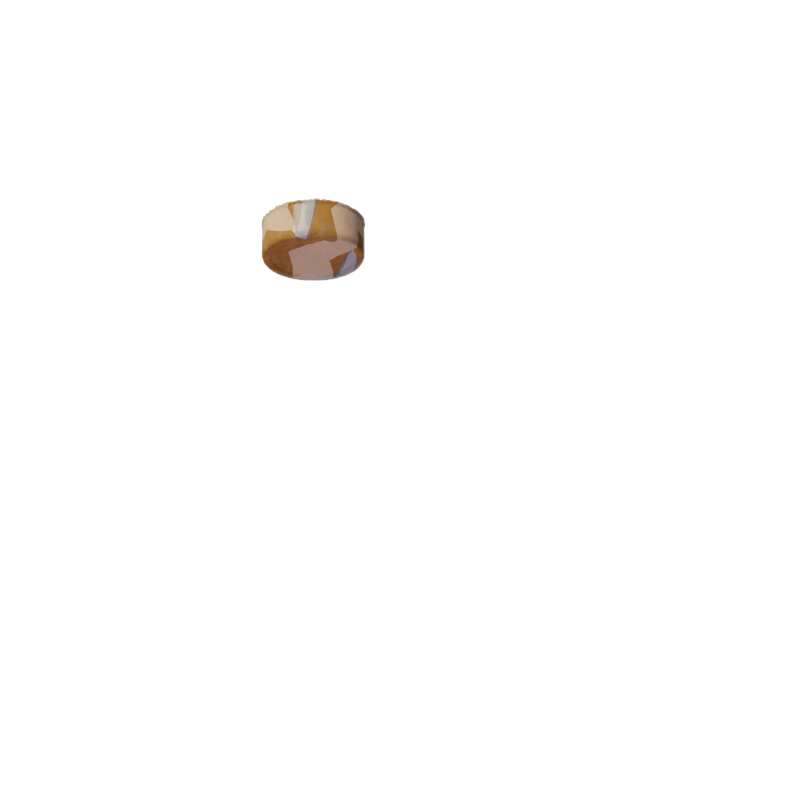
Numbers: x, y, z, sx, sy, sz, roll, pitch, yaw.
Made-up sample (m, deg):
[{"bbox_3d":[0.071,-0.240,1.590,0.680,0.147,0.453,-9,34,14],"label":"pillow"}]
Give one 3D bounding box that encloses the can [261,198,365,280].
[{"bbox_3d":[-0.071,-0.130,0.912,0.086,0.035,0.081,0,-21,-2],"label":"can"}]
